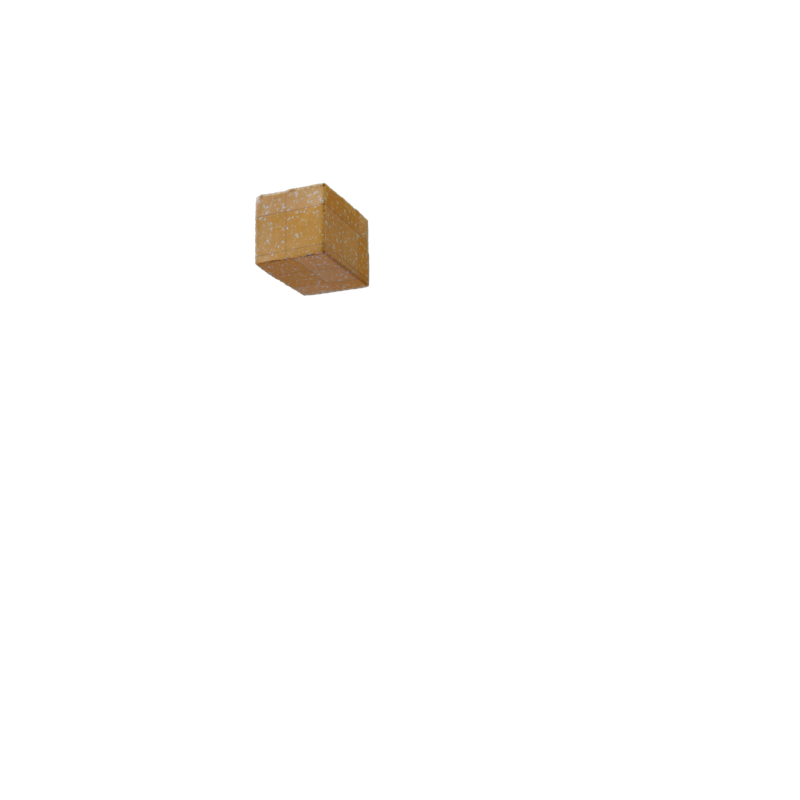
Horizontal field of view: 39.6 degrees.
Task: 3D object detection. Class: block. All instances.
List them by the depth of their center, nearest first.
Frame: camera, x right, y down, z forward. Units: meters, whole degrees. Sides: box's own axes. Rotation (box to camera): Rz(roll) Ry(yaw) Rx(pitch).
[{"bbox_3d":[-0.060,-0.109,0.760,0.054,0.053,0.073,-7,-17,21],"label":"block"}]
